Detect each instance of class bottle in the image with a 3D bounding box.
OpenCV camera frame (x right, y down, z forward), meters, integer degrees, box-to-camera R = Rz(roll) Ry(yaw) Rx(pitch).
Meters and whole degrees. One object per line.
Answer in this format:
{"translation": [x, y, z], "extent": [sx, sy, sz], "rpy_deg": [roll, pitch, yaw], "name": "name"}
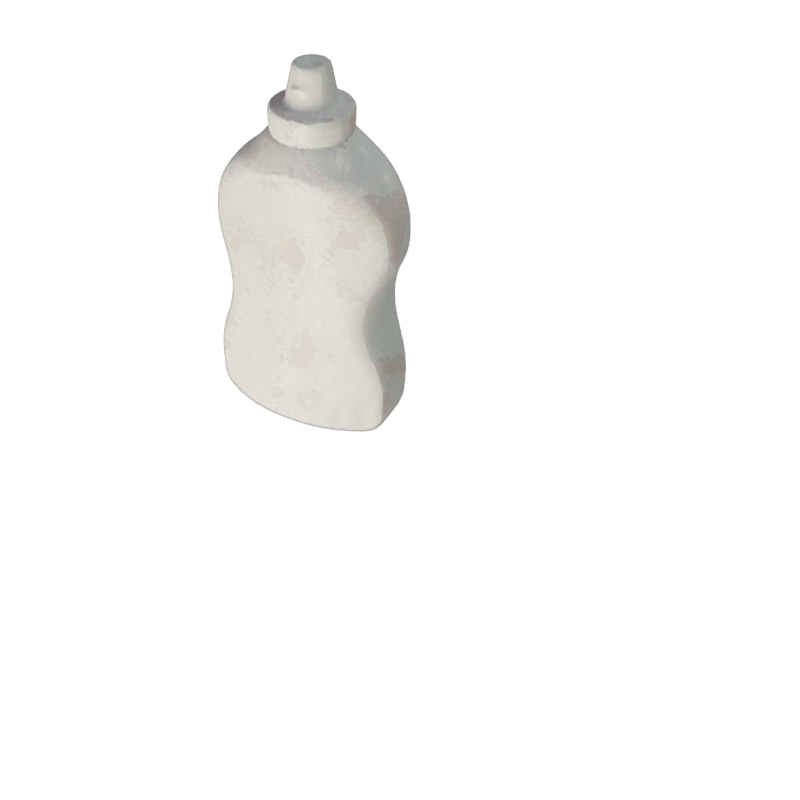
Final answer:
{"translation": [-0.043, -0.077, 0.543], "extent": [0.100, 0.179, 0.060], "rpy_deg": [20, 39, 23], "name": "bottle"}
